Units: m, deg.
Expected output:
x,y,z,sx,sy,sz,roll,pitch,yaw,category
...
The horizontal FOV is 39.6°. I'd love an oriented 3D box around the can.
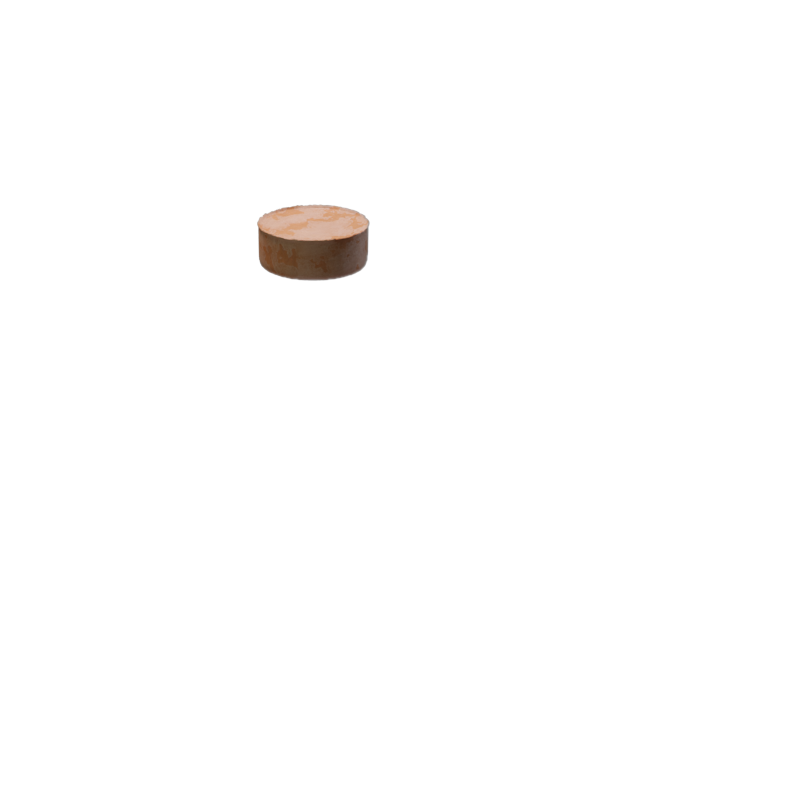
x,y,z,sx,sy,sz,roll,pitch,yaw,category
-0.067,-0.122,0.853,0.086,0.032,0.090,-1,26,-2,can
